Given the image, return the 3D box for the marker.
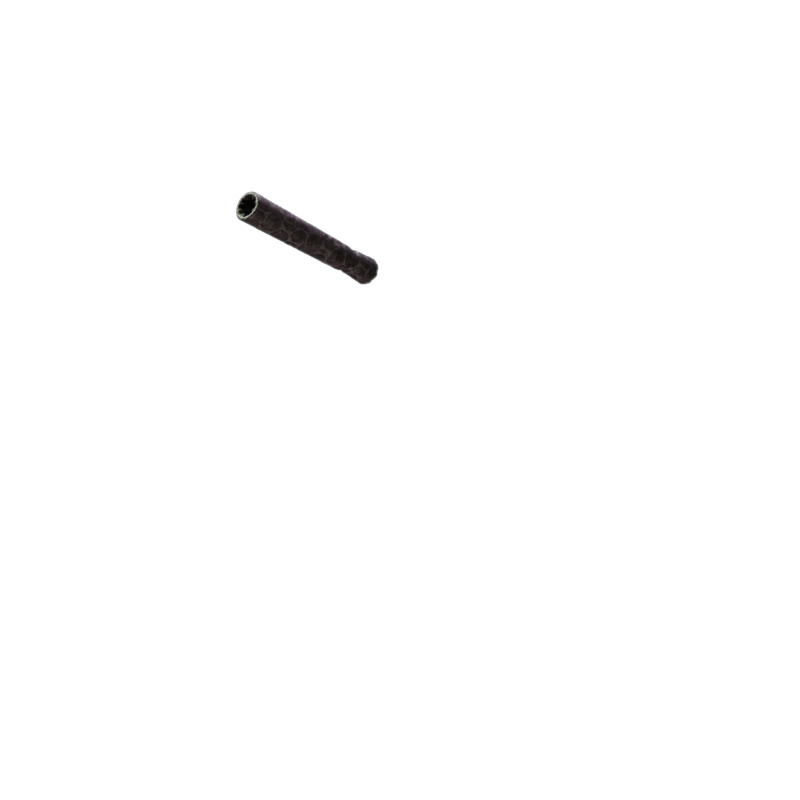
[{"bbox_3d":[-0.054,-0.098,0.690,0.021,0.020,0.113,4,-14,42],"label":"marker"}]
